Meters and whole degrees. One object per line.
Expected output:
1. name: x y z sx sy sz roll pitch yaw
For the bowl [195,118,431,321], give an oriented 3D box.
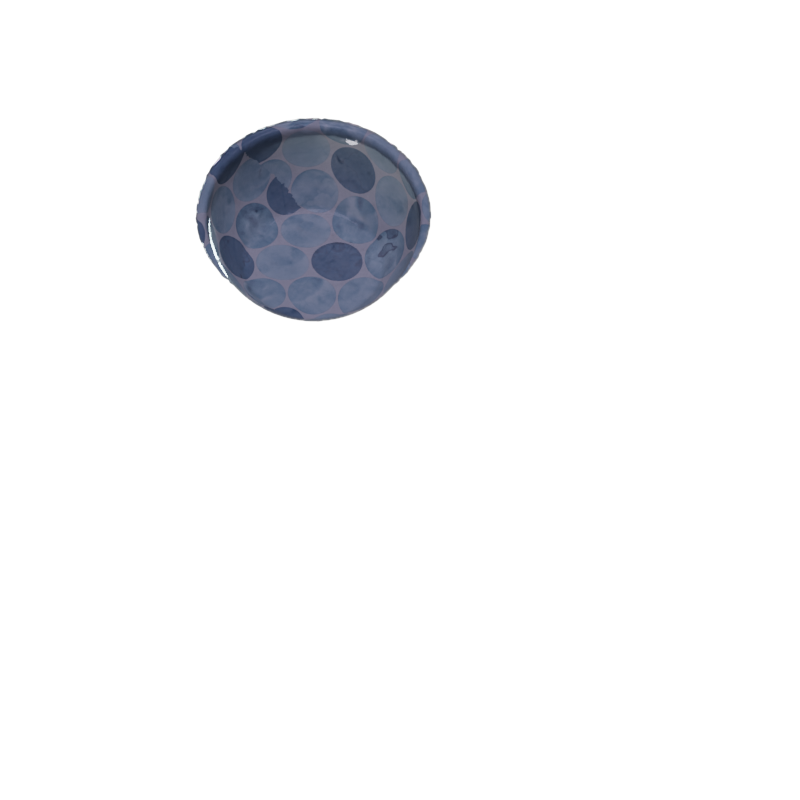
1. bowl: -0.058 -0.106 0.745 0.162 0.151 0.059 1 39 -1
